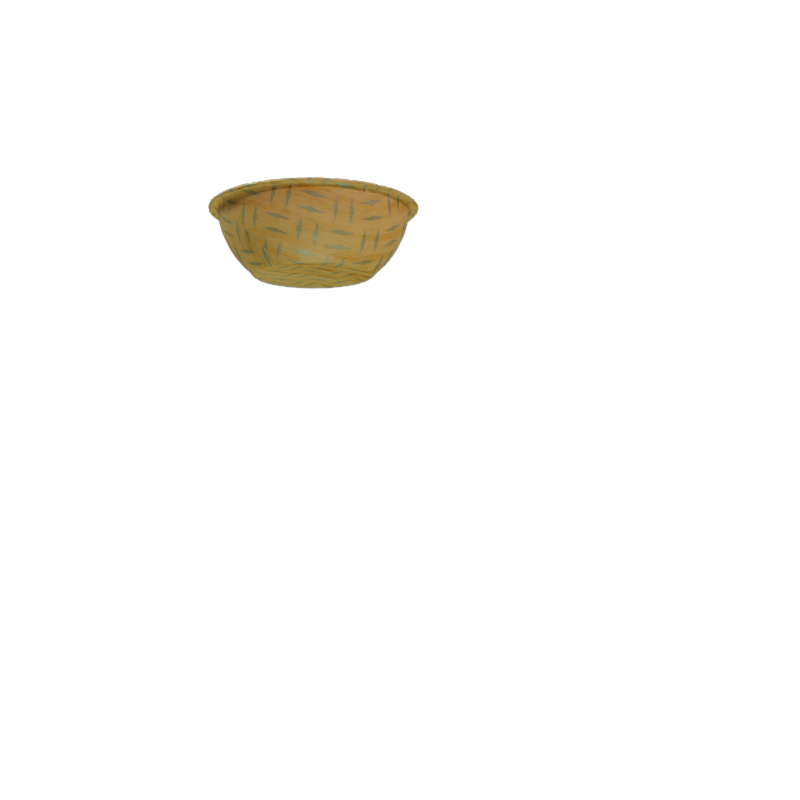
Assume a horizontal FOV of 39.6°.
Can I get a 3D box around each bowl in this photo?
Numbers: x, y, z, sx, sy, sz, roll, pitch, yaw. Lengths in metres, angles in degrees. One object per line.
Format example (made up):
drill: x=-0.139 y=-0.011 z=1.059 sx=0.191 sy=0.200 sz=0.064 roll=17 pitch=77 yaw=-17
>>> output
bowl: x=-0.066 y=-0.121 z=0.845 sx=0.162 sy=0.057 sz=0.158 roll=0 pitch=-7 yaw=-2
